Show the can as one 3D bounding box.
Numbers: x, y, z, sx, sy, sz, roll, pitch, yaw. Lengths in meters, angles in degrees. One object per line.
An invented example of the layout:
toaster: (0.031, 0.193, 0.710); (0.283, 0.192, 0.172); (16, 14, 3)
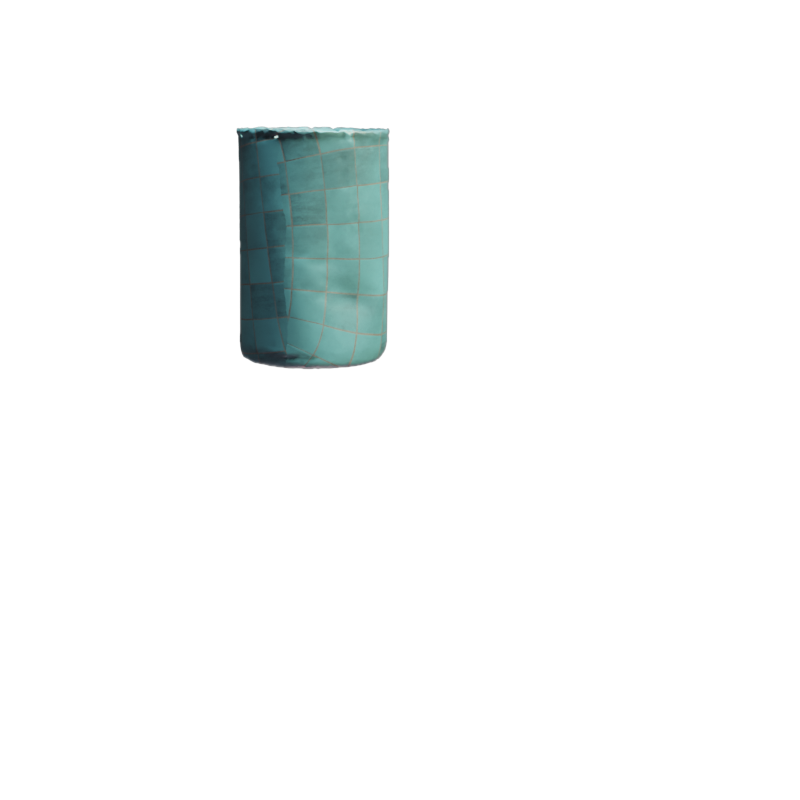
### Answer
can: (-0.039, -0.071, 0.497); (0.068, 0.100, 0.070); (0, 10, -2)
